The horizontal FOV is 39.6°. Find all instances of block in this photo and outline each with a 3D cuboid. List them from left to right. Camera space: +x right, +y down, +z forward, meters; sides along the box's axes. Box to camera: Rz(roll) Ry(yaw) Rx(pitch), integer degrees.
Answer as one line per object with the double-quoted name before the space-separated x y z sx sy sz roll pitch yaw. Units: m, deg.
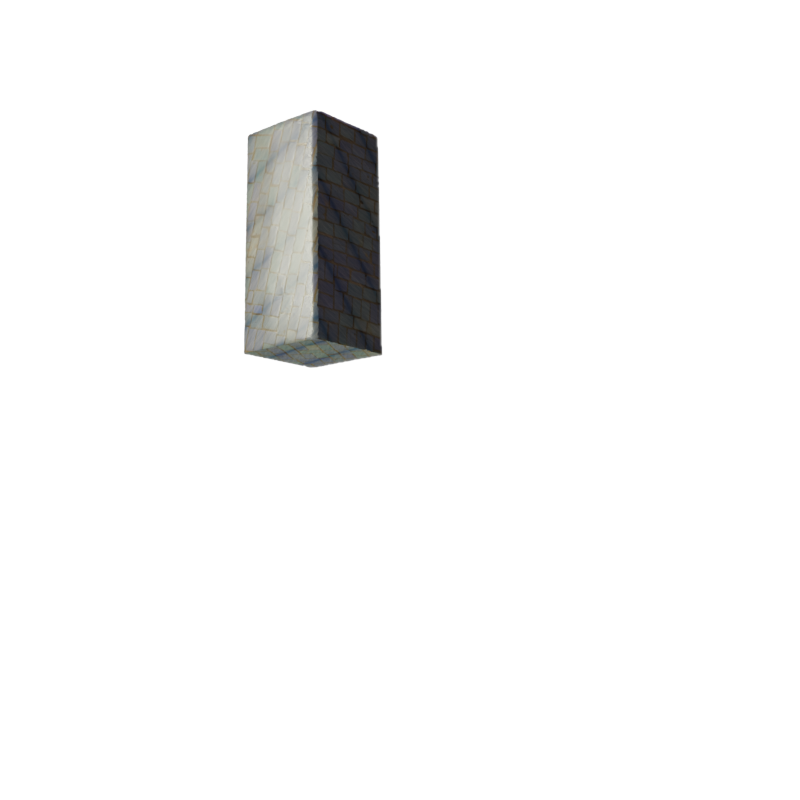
"block" -0.078 -0.143 0.999 0.092 0.215 0.085 -14 -21 38
